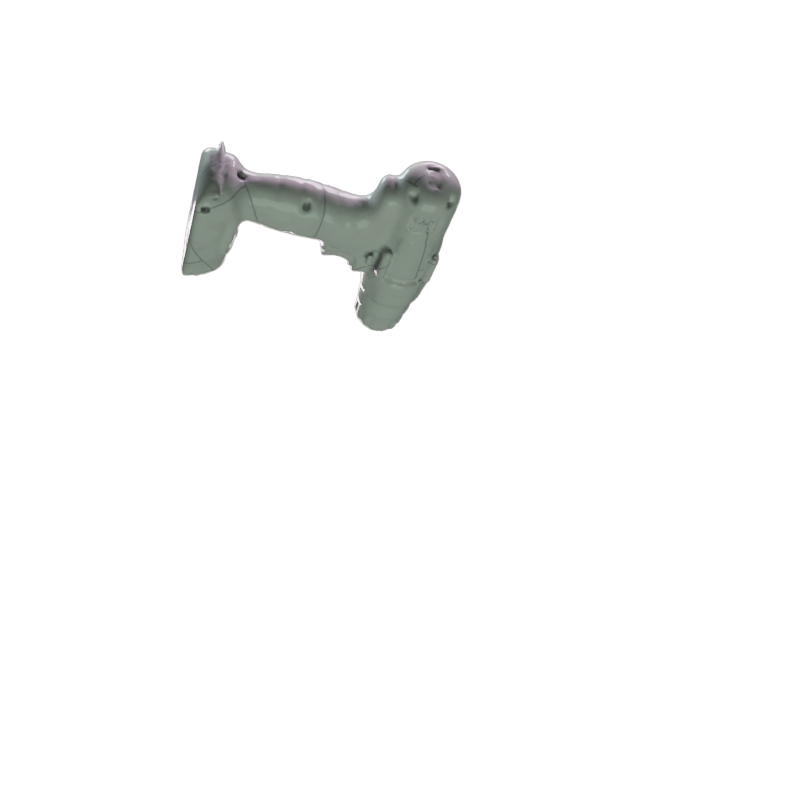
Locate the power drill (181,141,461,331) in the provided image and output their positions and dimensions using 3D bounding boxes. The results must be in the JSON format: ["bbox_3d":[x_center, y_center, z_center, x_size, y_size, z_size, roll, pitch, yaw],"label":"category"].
[{"bbox_3d":[-0.064,-0.117,0.820,0.185,0.061,0.175,7,-34,-11],"label":"power drill"}]
